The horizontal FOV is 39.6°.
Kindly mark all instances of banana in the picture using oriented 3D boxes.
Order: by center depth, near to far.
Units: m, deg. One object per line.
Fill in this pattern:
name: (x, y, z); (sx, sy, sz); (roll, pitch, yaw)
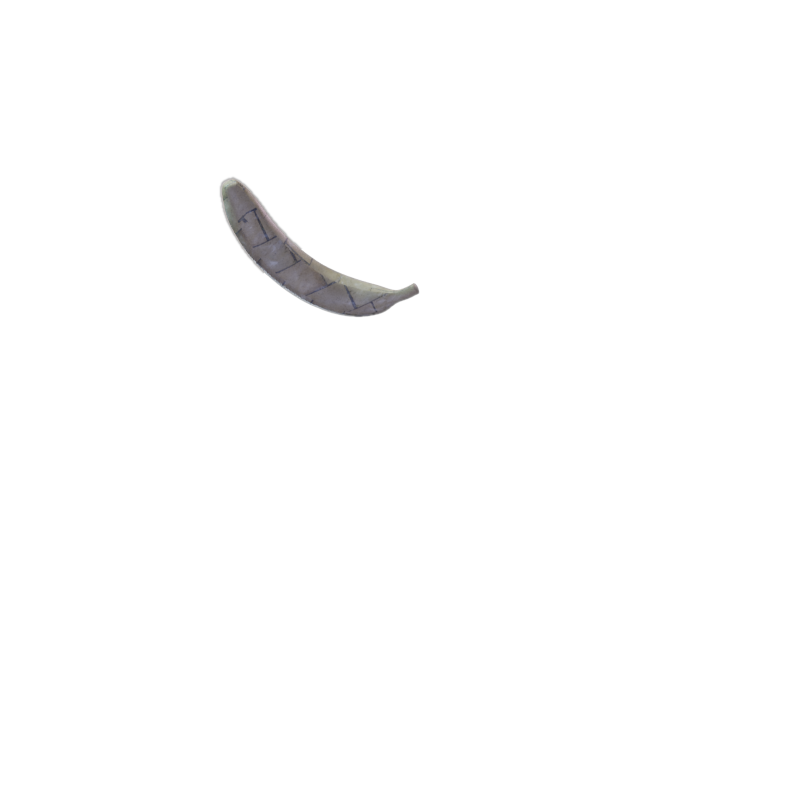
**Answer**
banana: (-0.083, -0.124, 0.986); (0.193, 0.068, 0.038); (28, 19, -11)
